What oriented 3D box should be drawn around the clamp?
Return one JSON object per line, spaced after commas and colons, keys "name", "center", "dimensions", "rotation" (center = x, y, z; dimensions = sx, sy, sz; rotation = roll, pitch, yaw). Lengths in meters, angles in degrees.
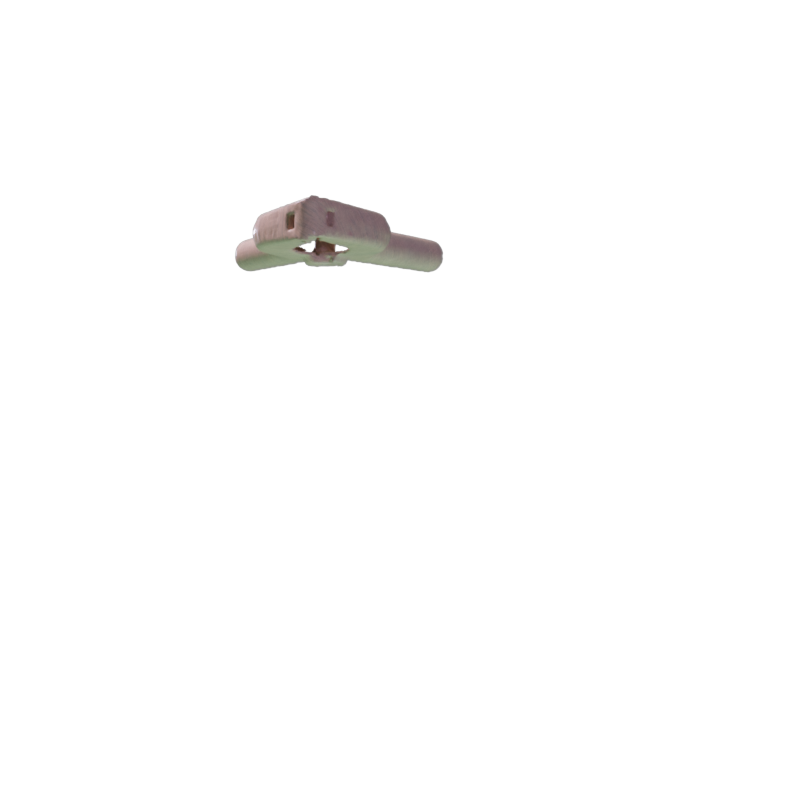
{"name": "clamp", "center": [-0.063, -0.114, 0.800], "dimensions": [0.167, 0.037, 0.205], "rotation": [0, 0, 11]}
